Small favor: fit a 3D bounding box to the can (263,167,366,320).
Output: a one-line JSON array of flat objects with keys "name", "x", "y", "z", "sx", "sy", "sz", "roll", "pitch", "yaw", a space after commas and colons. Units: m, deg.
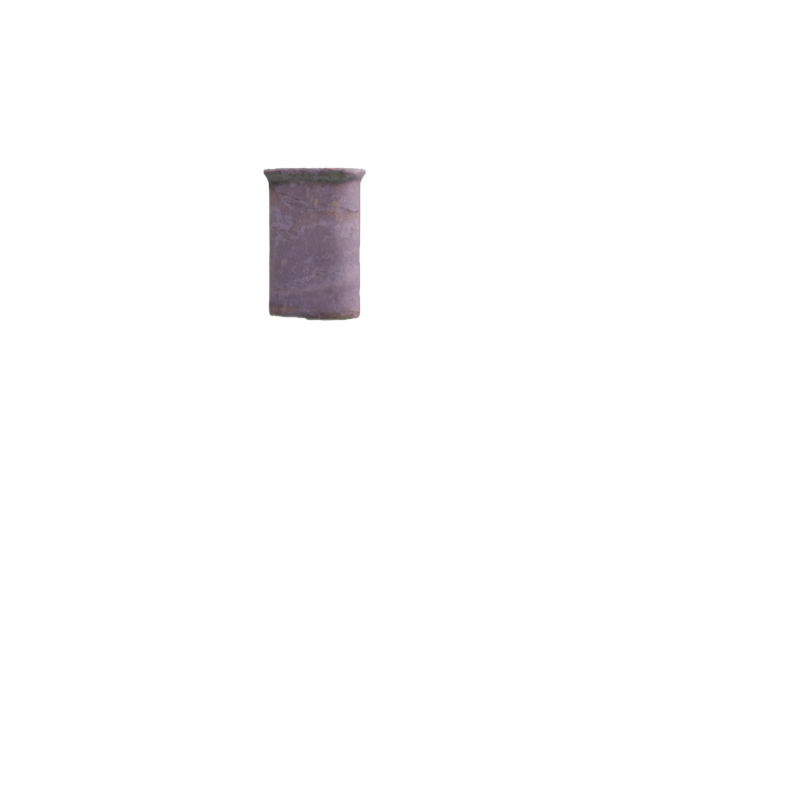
[{"name": "can", "x": -0.051, "y": -0.093, "z": 0.652, "sx": 0.057, "sy": 0.083, "sz": 0.104, "roll": 0, "pitch": 7, "yaw": -5}]
